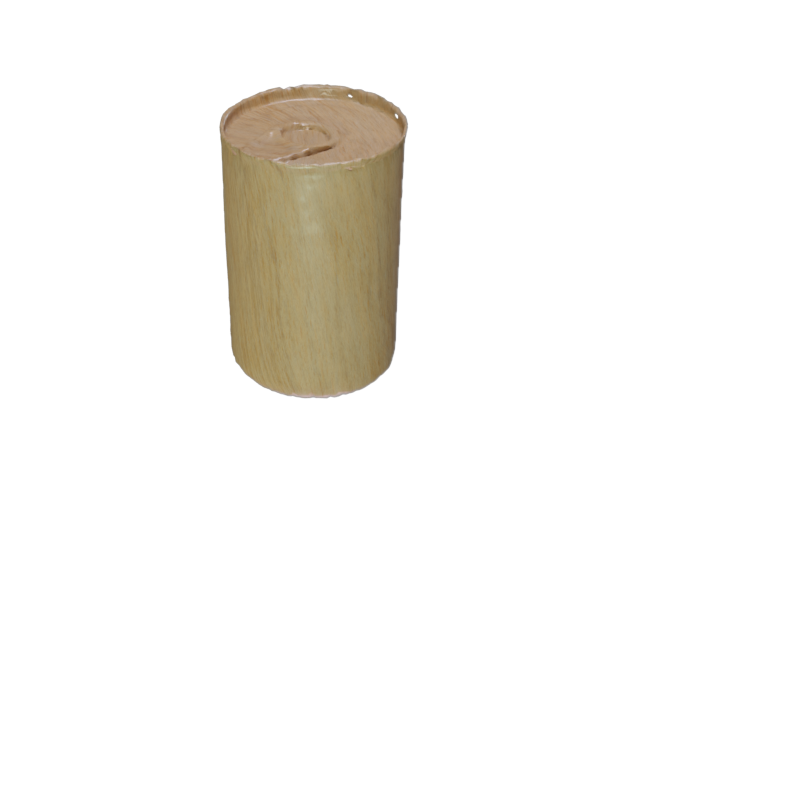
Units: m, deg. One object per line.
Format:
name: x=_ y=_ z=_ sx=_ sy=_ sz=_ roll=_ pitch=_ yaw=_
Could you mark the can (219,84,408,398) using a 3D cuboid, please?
can: x=-0.033 y=-0.061 z=0.425 sx=0.068 sy=0.096 sz=0.073 roll=0 pitch=35 yaw=-3
